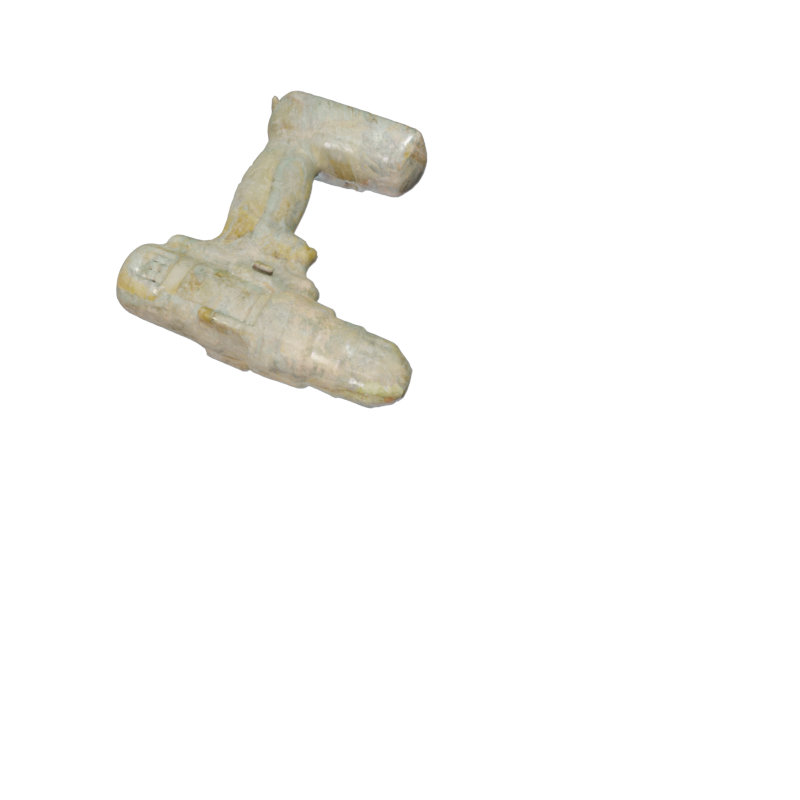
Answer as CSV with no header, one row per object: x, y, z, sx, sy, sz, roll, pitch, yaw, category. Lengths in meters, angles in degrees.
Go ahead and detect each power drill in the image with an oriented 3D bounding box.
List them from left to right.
-0.053,-0.096,0.675,0.190,0.195,0.054,21,-32,14,power drill
